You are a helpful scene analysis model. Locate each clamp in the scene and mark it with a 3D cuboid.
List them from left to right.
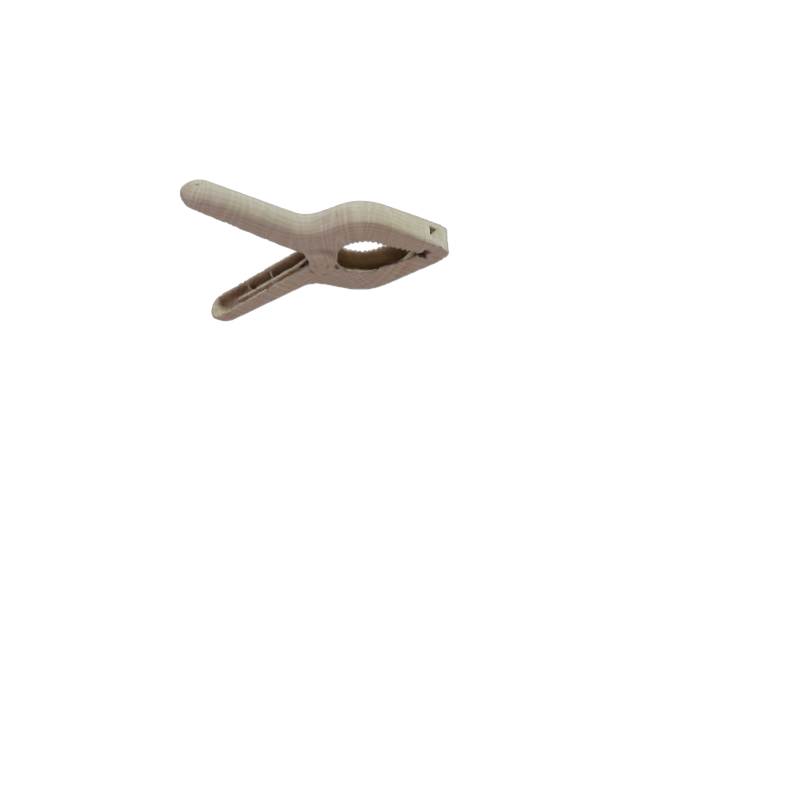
[{"bbox_3d":[-0.069,-0.126,0.882,0.212,0.039,0.152,-6,-34,8],"label":"clamp"}]
